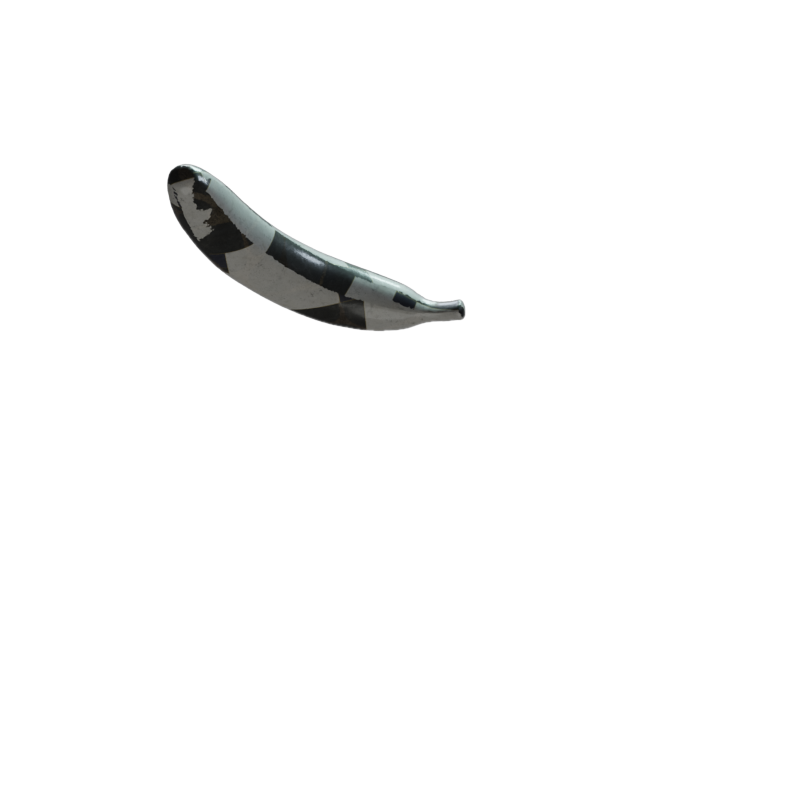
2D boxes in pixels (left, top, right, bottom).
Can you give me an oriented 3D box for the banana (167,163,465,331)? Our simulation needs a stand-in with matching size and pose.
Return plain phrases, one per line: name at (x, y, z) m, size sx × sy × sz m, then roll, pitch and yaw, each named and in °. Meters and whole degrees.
banana at (-0.057, -0.078, 0.617) m, size 0.187 × 0.039 × 0.069 m, roll 21°, pitch -37°, yaw -32°
